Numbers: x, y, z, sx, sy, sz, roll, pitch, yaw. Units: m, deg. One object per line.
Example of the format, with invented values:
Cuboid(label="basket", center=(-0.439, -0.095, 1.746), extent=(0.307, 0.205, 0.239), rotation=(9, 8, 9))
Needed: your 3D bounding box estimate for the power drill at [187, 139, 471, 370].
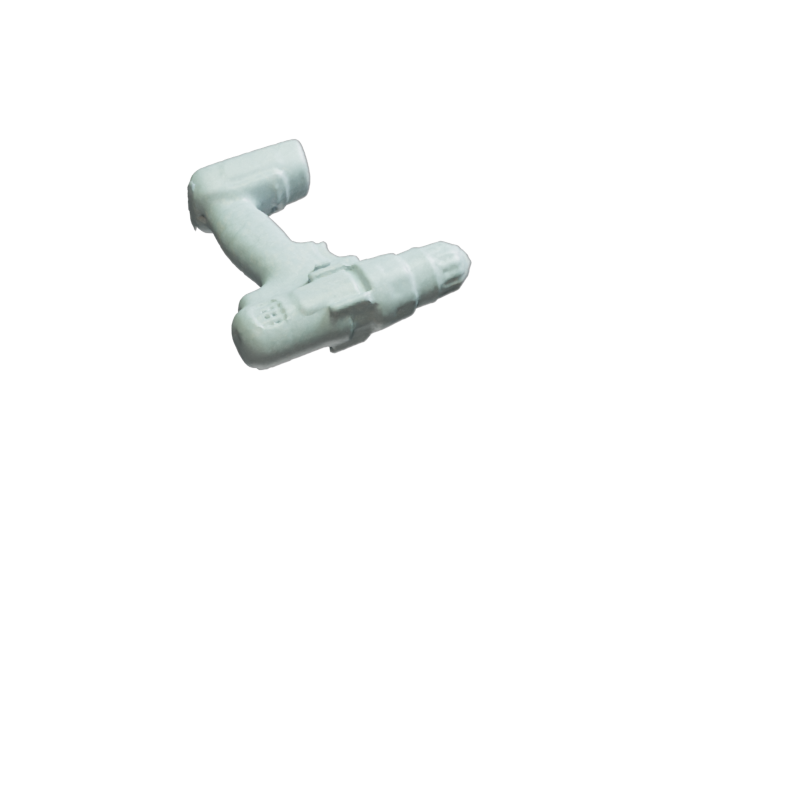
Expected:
Cuboid(label="power drill", center=(-0.065, -0.119, 0.833), extent=(0.183, 0.053, 0.203), rotation=(-21, 50, -19))
